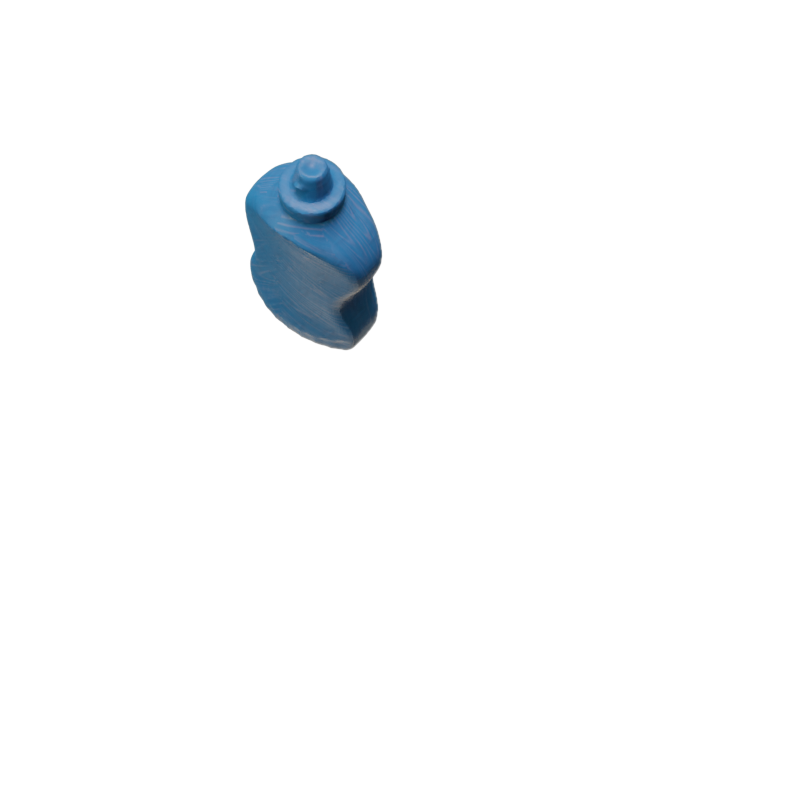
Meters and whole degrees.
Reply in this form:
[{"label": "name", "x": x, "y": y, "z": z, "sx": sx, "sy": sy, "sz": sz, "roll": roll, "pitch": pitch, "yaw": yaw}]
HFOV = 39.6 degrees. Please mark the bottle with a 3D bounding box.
[{"label": "bottle", "x": -0.057, "y": -0.103, "z": 0.725, "sx": 0.100, "sy": 0.059, "sz": 0.182, "roll": 39, "pitch": -19, "yaw": 12}]
